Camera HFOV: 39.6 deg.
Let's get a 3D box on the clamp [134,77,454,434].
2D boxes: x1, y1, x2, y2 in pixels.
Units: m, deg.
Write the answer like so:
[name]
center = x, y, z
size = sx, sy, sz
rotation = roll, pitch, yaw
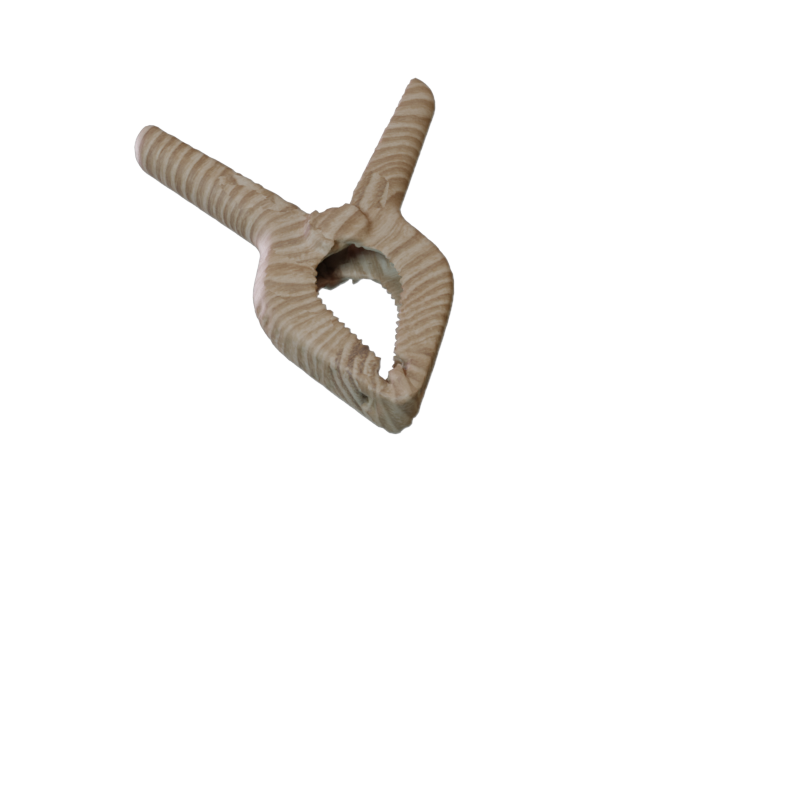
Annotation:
[clamp]
center = -0.042, -0.077, 0.541
size = 0.163, 0.227, 0.034
rotation = -9, -37, -7
